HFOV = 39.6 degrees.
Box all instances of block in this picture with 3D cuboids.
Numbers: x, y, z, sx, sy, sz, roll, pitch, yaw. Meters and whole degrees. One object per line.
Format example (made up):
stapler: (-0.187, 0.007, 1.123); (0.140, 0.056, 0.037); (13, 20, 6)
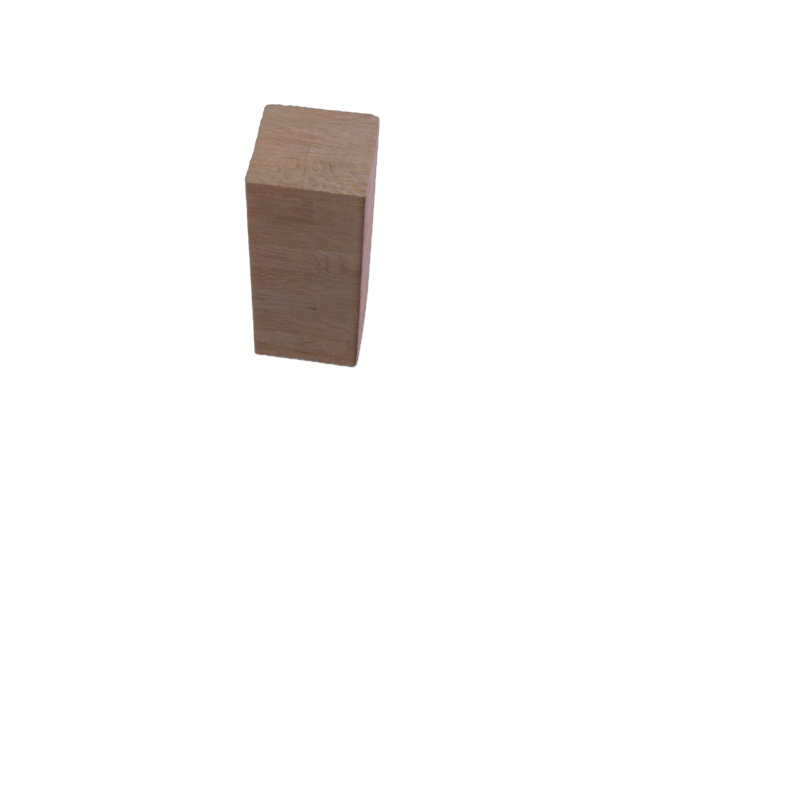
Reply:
block: (-0.069, -0.127, 0.890); (0.091, 0.096, 0.192); (7, -38, 2)
